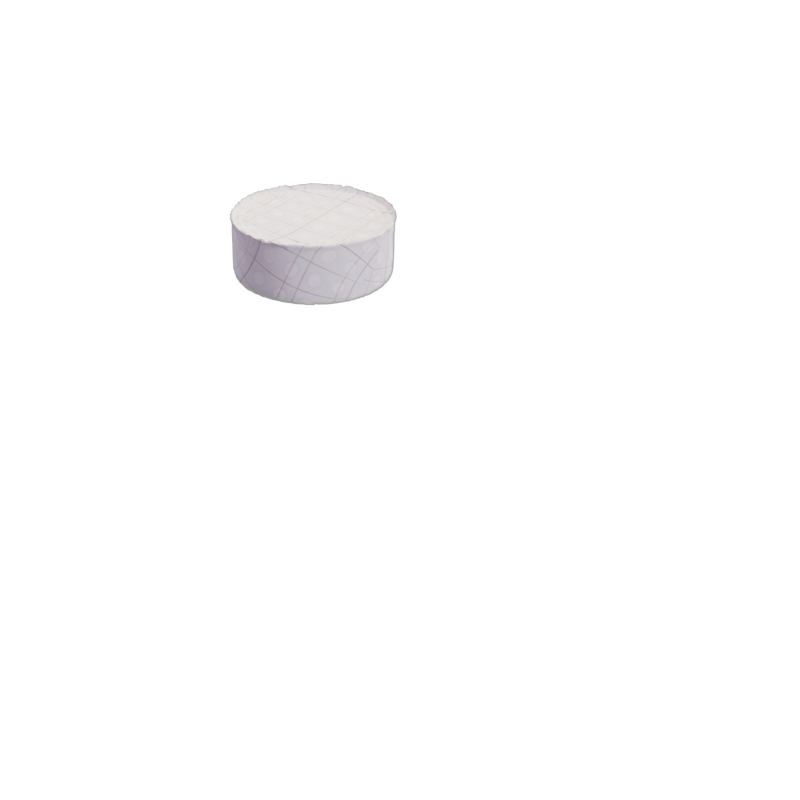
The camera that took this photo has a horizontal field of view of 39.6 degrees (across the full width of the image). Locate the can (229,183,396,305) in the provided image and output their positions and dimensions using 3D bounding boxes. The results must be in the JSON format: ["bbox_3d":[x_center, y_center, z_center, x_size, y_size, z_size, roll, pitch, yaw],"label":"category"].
[{"bbox_3d":[-0.045,-0.082,0.576,0.086,0.032,0.091,-1,29,-2],"label":"can"}]
